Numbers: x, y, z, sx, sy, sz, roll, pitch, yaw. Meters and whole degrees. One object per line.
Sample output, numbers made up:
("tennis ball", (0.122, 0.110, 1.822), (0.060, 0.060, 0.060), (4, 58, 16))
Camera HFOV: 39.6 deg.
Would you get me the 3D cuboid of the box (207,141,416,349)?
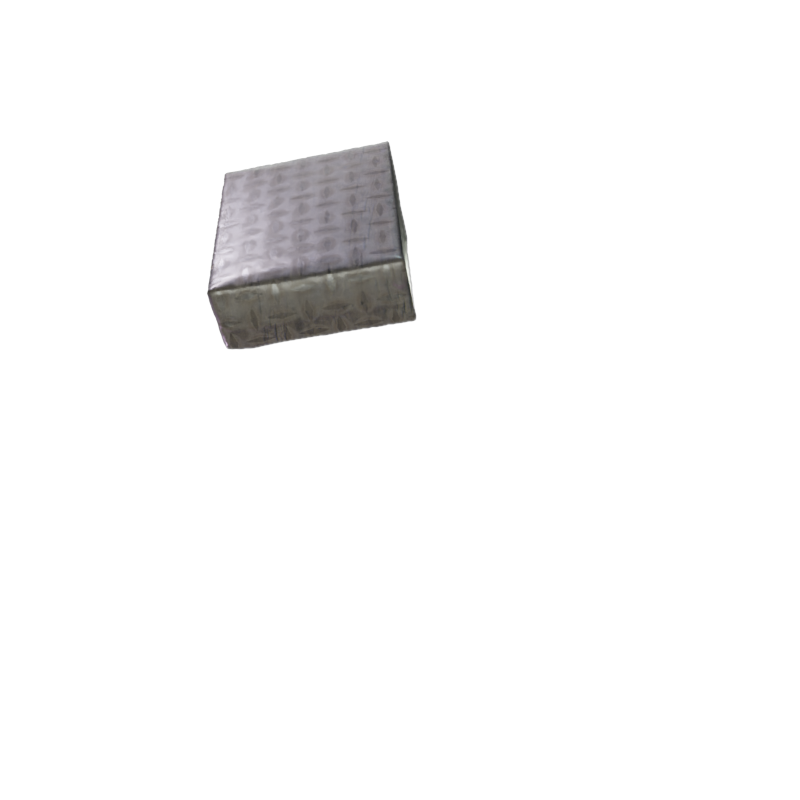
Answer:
("box", (-0.077, -0.141, 0.988), (0.165, 0.067, 0.228), (-10, 36, 4))
